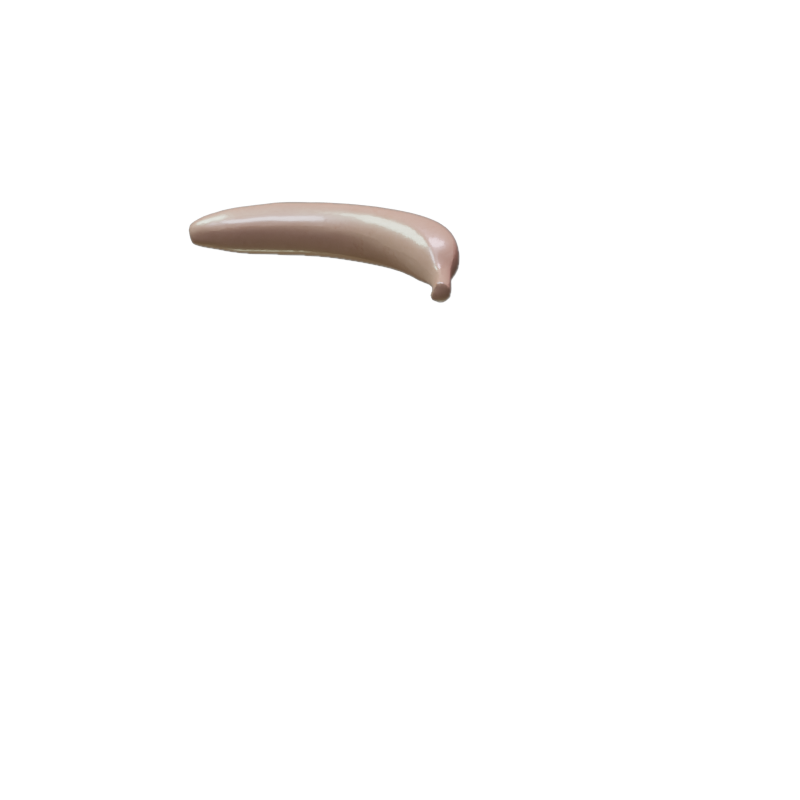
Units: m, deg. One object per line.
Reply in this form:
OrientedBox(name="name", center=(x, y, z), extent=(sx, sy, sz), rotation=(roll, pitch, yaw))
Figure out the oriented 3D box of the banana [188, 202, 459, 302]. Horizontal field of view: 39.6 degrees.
OrientedBox(name="banana", center=(-0.039, -0.100, 0.680), extent=(0.208, 0.035, 0.069), rotation=(15, 24, 35))
